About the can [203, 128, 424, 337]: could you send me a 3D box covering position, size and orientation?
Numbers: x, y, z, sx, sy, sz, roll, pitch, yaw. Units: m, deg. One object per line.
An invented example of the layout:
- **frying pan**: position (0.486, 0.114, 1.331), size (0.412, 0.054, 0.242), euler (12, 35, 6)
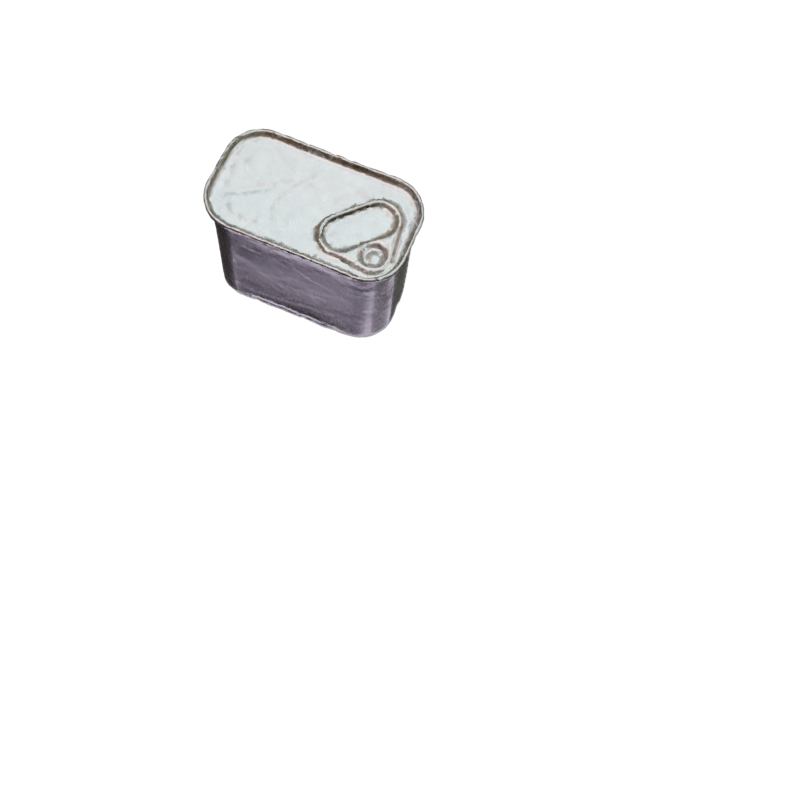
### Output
- **can**: position (-0.043, -0.079, 0.557), size (0.104, 0.059, 0.079), euler (22, -21, 8)
